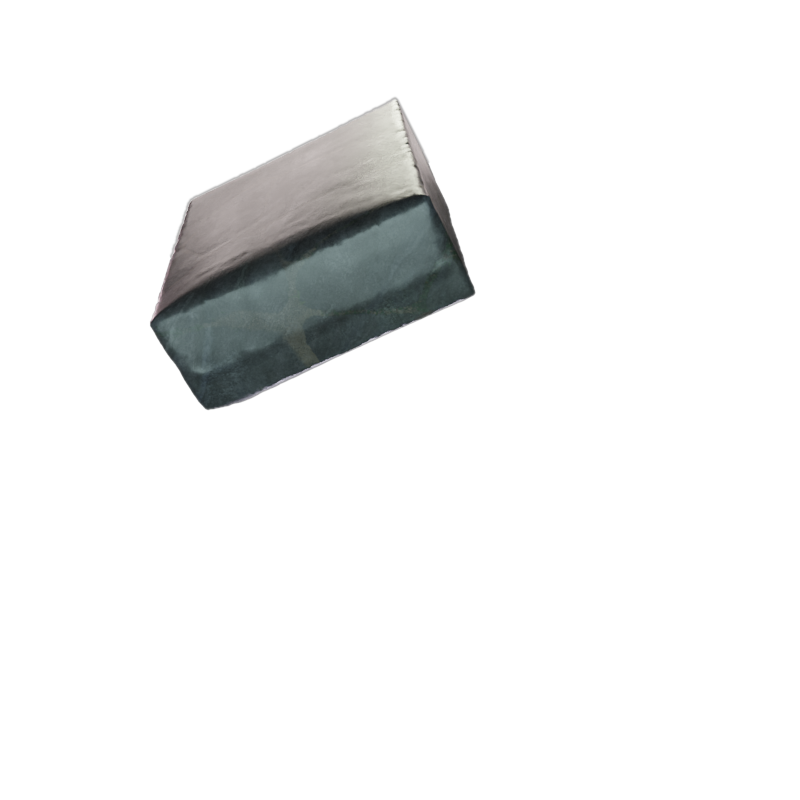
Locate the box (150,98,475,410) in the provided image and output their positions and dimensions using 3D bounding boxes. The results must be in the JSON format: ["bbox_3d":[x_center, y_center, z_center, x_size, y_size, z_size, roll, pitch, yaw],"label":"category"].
[{"bbox_3d":[-0.053,-0.097,0.677,0.164,0.068,0.225,-24,25,8],"label":"box"}]
